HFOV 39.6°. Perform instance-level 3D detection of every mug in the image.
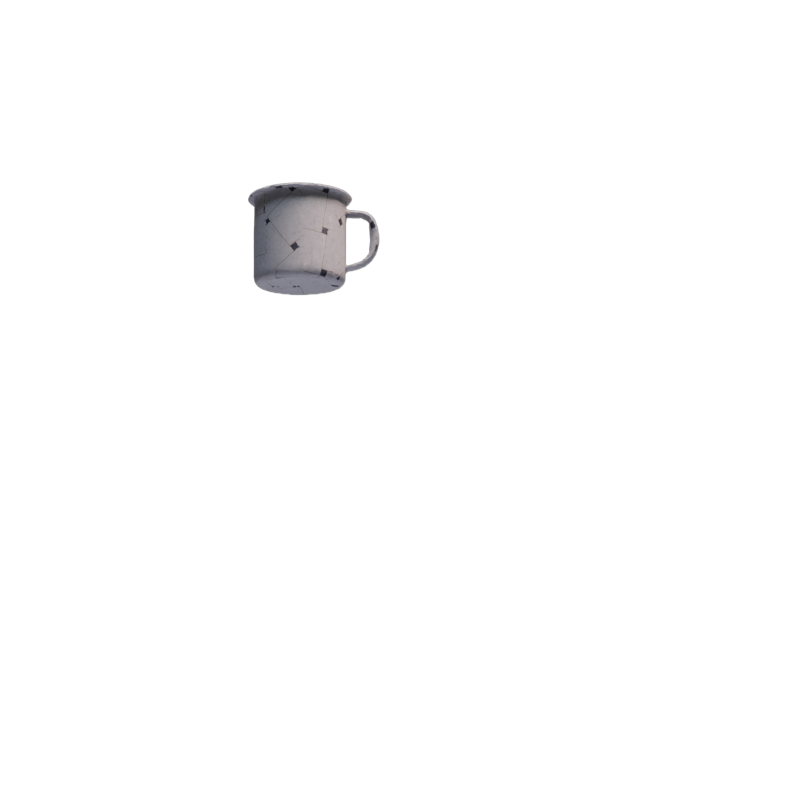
[{"bbox_3d":[-0.077,-0.140,0.984,0.117,0.084,0.090,0,-11,-1],"label":"mug"}]
